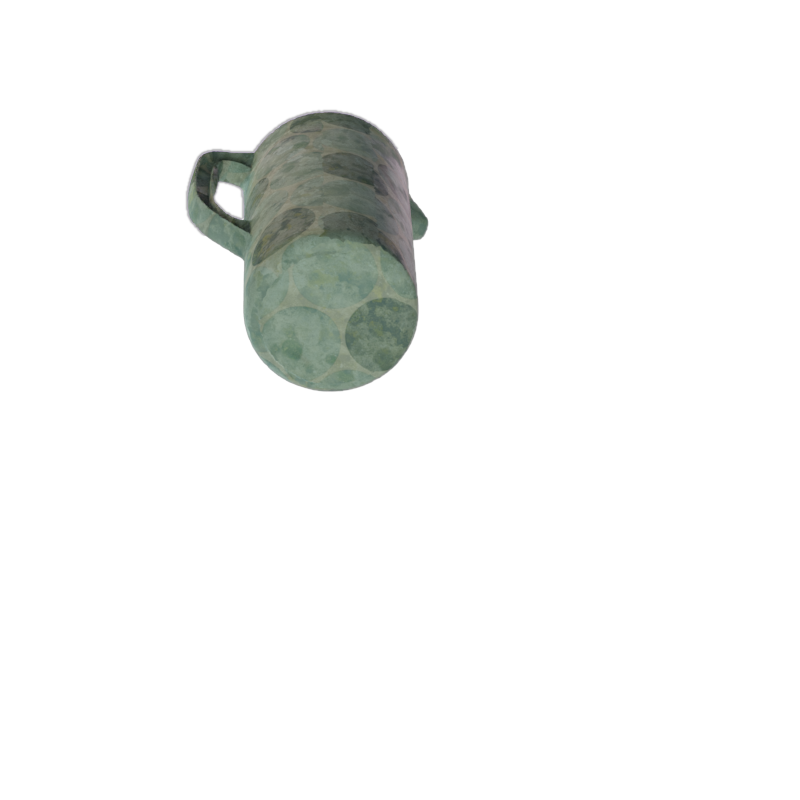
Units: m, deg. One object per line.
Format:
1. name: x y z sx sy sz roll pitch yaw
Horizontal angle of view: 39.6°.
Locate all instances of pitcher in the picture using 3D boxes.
1. pitcher: -0.061 -0.111 0.779 0.149 0.137 0.257 -23 26 8
